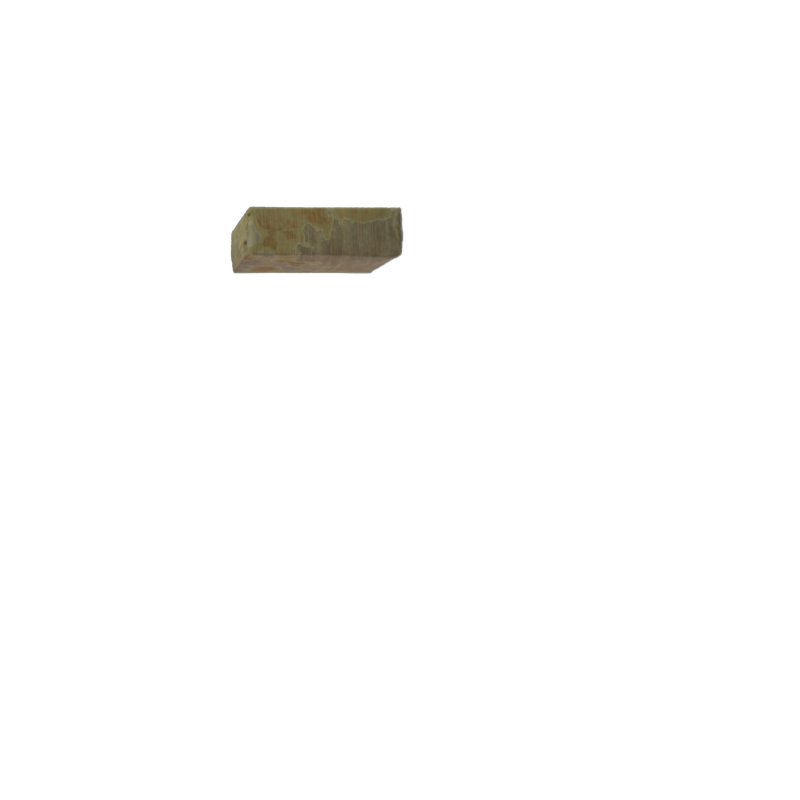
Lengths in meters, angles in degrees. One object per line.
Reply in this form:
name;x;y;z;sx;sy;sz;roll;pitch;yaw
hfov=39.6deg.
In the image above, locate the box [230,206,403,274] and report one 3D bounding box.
box;-0.063;-0.116;0.810;0.111;0.039;0.090;0;-3;-13
